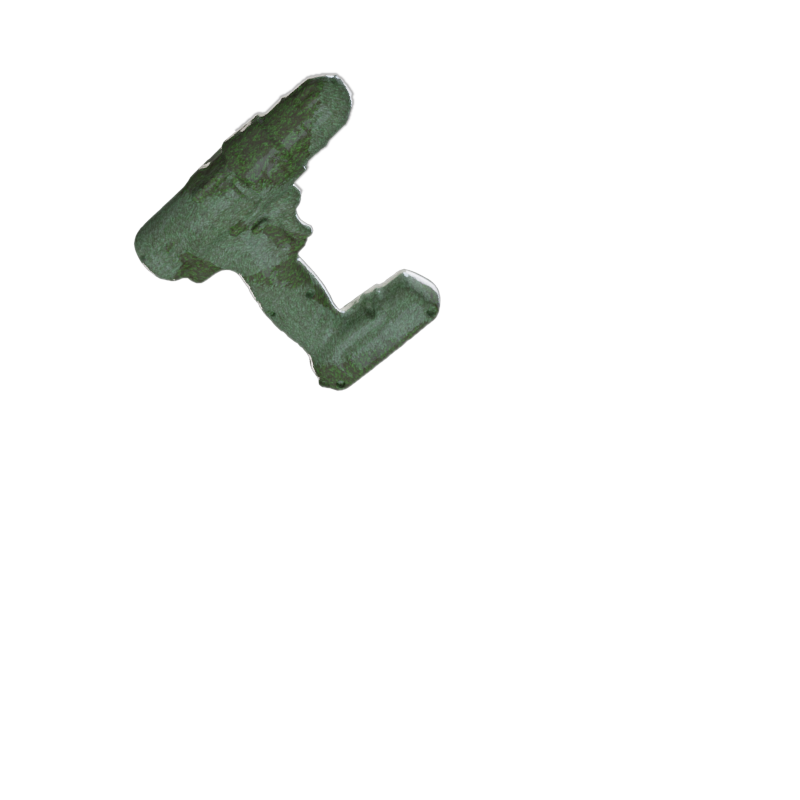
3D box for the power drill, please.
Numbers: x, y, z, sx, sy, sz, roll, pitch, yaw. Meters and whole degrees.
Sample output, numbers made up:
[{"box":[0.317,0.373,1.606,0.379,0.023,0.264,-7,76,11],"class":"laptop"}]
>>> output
[{"box":[-0.060,-0.109,0.762,0.183,0.179,0.061,-39,21,18],"class":"power drill"}]
